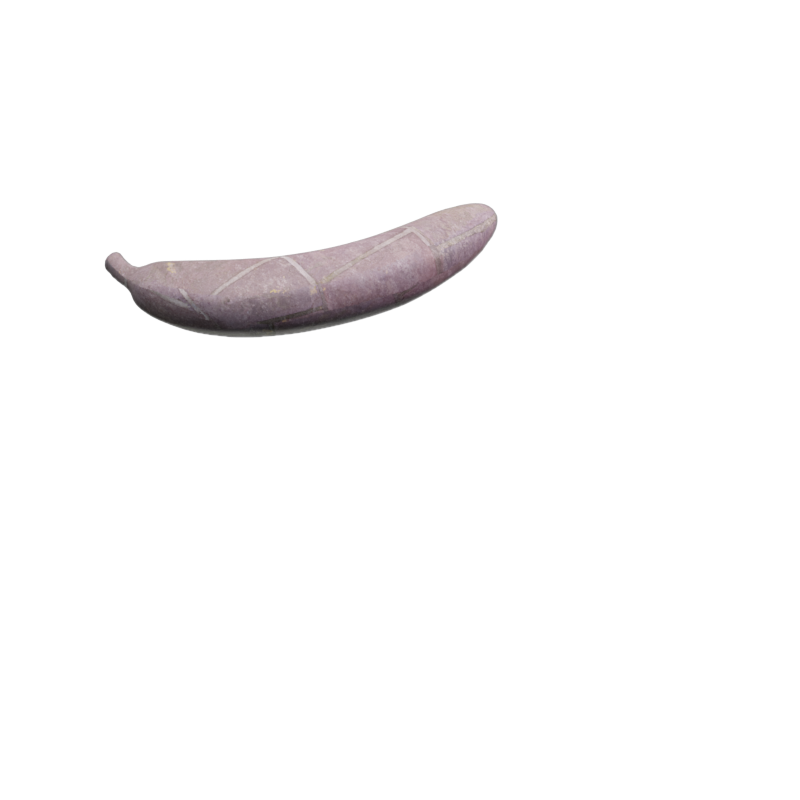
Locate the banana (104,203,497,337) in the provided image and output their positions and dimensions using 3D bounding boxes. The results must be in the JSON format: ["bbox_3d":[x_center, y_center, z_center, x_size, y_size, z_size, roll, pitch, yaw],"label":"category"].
[{"bbox_3d":[-0.043,-0.062,0.531,0.196,0.075,0.034,-7,-41,-6],"label":"banana"}]
